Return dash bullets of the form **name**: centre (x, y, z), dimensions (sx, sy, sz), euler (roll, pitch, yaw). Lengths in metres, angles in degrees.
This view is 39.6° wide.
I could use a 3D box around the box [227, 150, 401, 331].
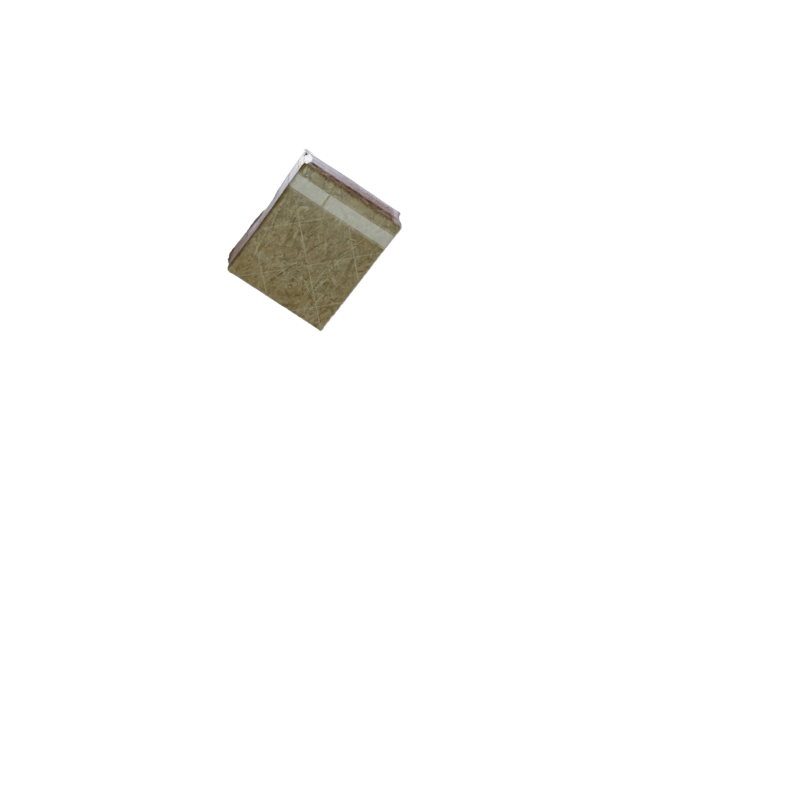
- **box**: centre (-0.054, -0.098, 0.690), dimensions (0.071, 0.087, 0.032), euler (33, 20, -15)
